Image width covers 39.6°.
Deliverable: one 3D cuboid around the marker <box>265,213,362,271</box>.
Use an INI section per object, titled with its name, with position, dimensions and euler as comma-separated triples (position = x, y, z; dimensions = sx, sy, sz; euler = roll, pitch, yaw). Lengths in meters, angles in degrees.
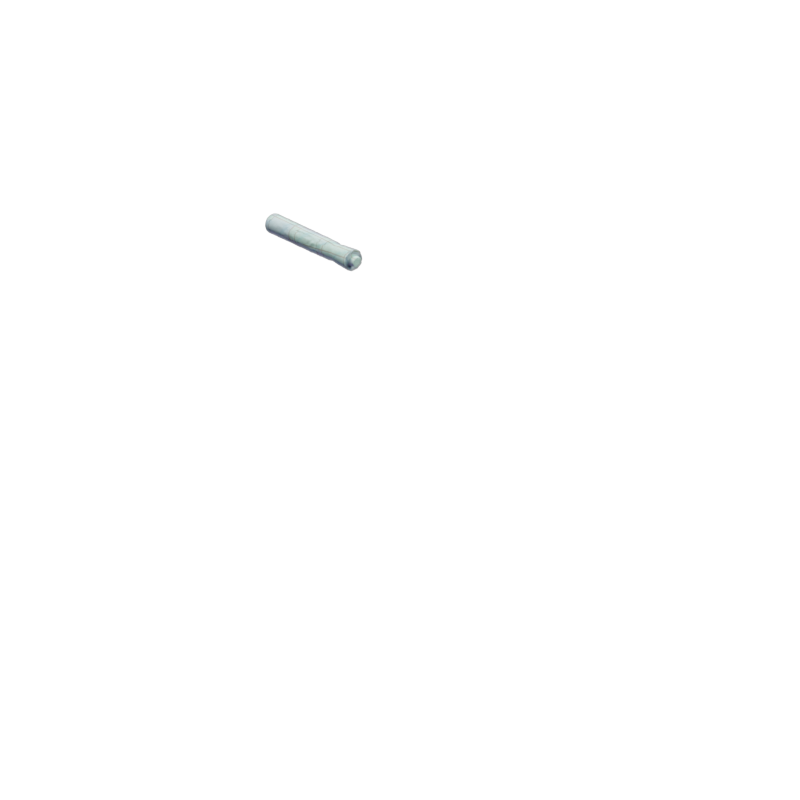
[marker]
position = -0.075, -0.137, 0.957
dimensions = 0.019, 0.019, 0.129
euler = -3, 23, -40
